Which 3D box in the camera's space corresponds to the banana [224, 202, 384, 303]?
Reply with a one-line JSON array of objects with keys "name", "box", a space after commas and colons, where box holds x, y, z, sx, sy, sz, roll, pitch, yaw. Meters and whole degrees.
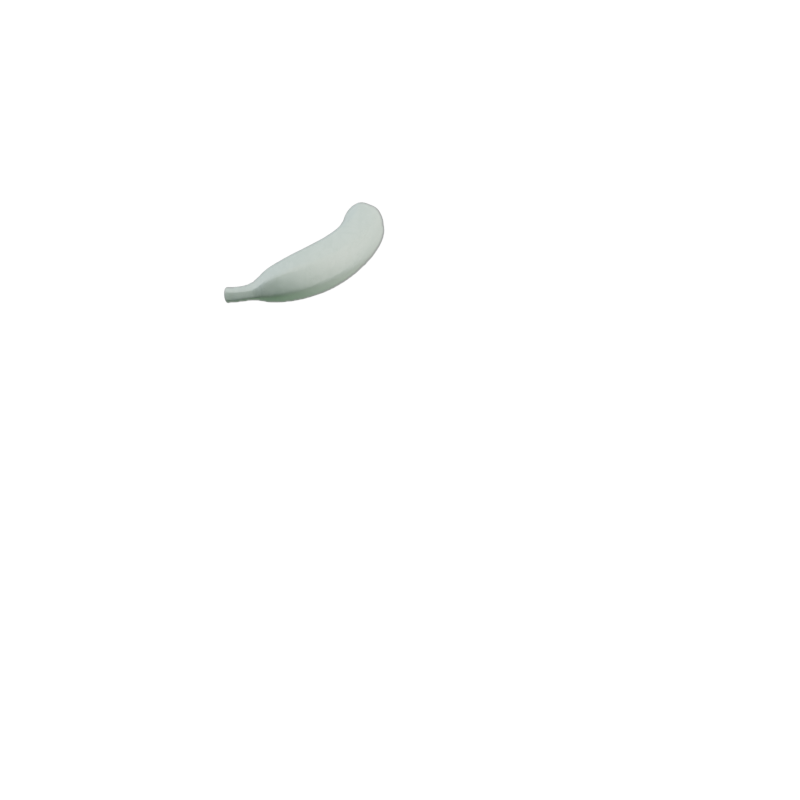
[{"name": "banana", "box": [-0.056, -0.121, 0.883, 0.073, 0.035, 0.199, 16, 33, 26]}]
